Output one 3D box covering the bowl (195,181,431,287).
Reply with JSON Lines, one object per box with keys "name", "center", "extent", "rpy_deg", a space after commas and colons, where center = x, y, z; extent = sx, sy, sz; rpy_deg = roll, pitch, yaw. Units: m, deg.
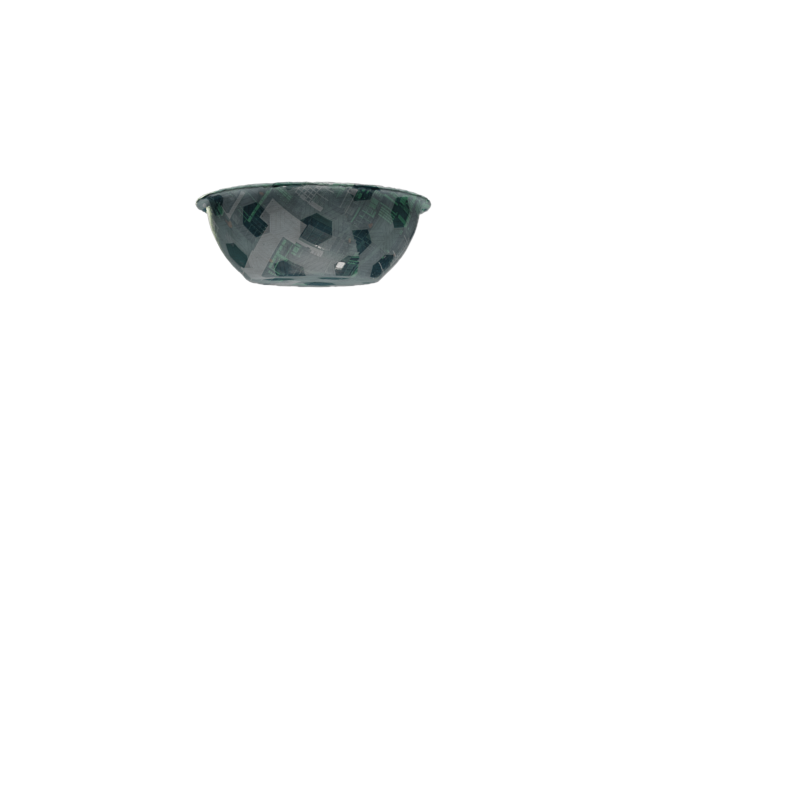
{"name": "bowl", "center": [-0.060, -0.109, 0.761], "extent": [0.162, 0.056, 0.161], "rpy_deg": [0, 0, -2]}
